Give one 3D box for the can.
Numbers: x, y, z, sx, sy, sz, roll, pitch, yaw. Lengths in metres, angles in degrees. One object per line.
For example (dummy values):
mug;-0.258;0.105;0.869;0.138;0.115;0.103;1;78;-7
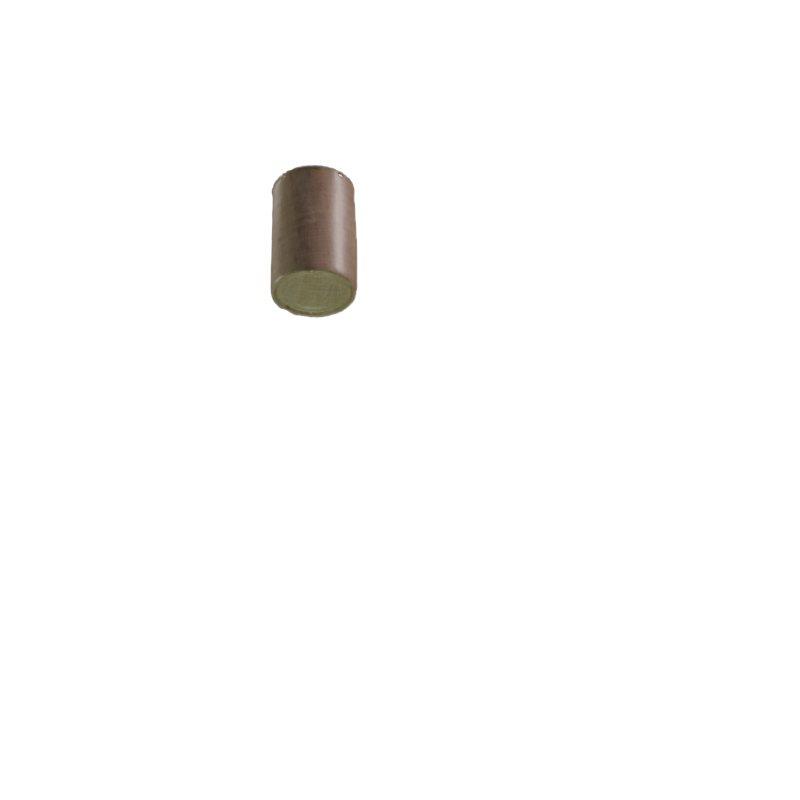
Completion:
can;-0.068;-0.125;0.875;0.068;0.109;0.064;-1;-33;-2
